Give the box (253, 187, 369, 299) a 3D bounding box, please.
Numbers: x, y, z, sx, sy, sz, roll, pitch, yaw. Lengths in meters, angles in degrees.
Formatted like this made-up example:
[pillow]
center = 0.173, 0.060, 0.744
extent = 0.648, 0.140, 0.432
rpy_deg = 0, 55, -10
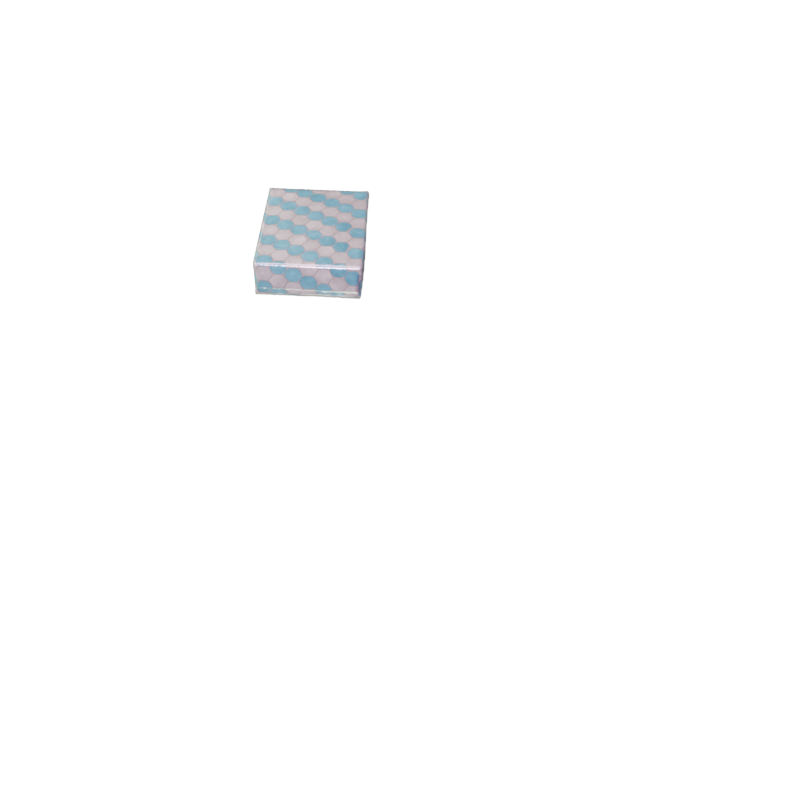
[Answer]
[box]
center = -0.074, -0.135, 0.947
extent = 0.090, 0.036, 0.121
rpy_deg = 2, 40, 2
